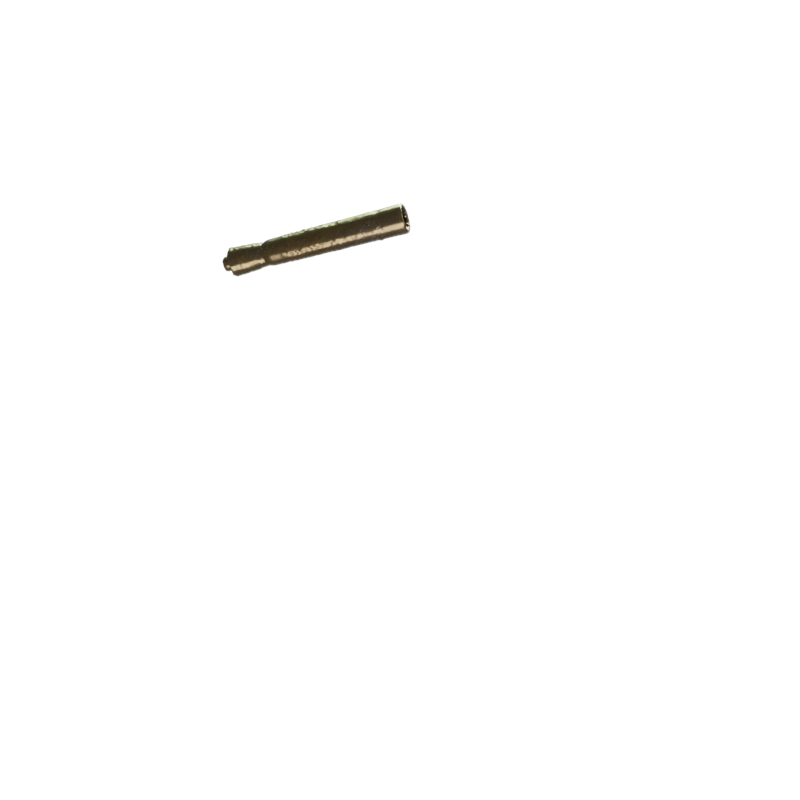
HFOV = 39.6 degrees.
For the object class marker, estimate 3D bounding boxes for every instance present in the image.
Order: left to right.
[{"bbox_3d":[-0.054,-0.098,0.689,0.122,0.020,0.019,-12,1,17],"label":"marker"}]
